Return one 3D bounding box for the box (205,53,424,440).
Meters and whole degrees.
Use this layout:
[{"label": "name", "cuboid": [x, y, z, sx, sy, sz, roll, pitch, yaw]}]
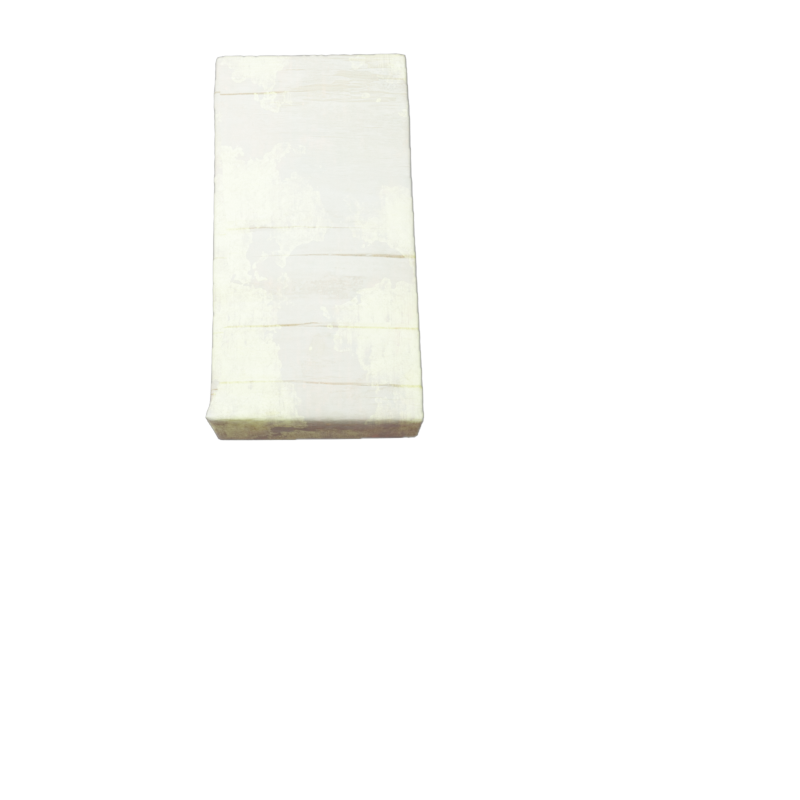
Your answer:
[{"label": "box", "cuboid": [-0.040, -0.073, 0.511, 0.093, 0.185, 0.046, -1, -21, -1]}]
